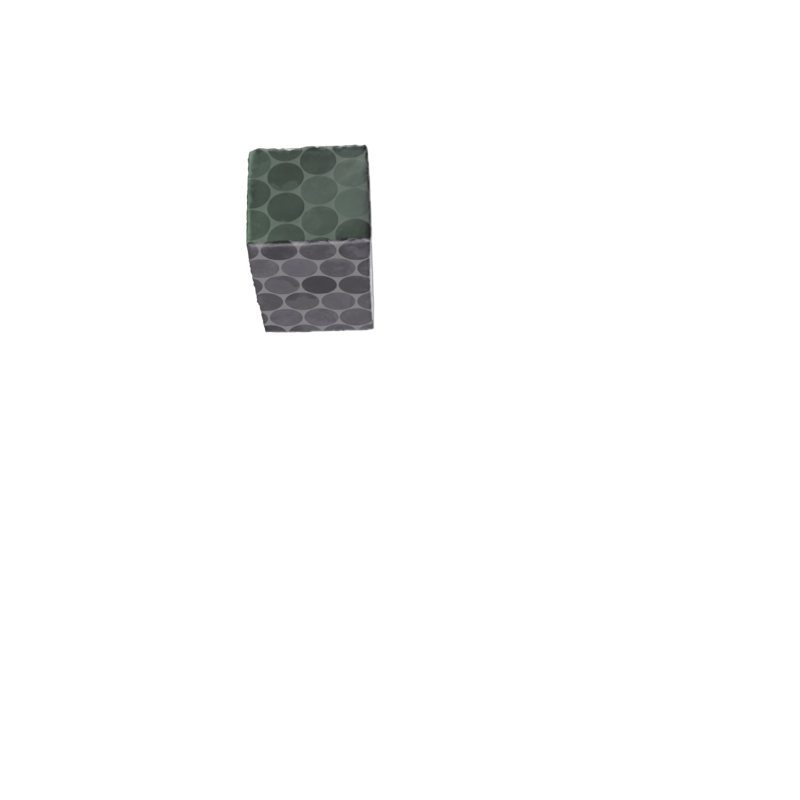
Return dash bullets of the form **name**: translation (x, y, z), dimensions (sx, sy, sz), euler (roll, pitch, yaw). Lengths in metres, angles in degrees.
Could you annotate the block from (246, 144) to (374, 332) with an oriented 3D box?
- **block**: translation (-0.039, -0.070, 0.493), dimensions (0.053, 0.055, 0.073), euler (-1, -28, 0)
